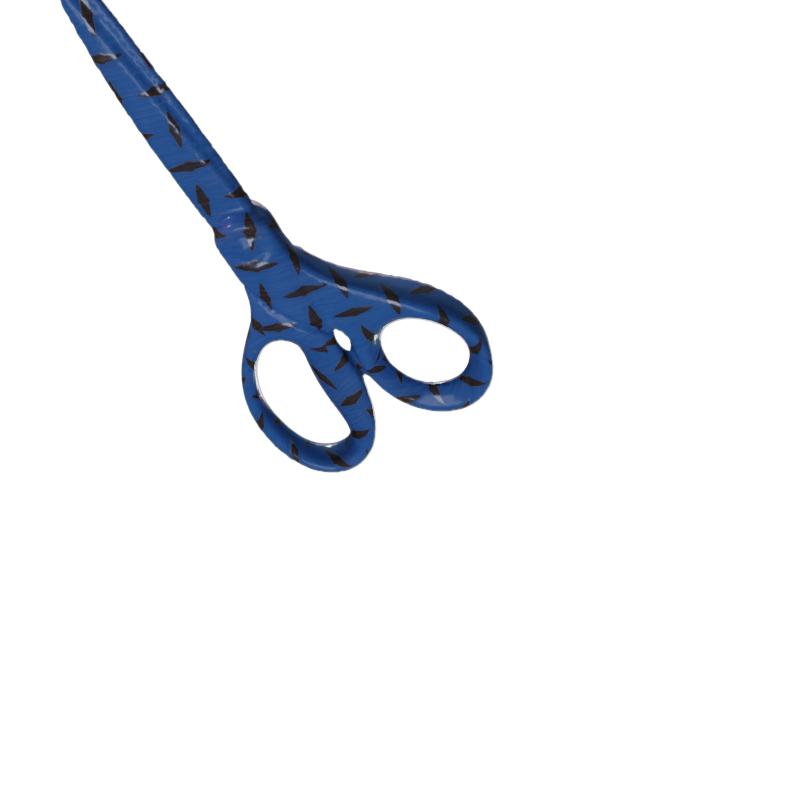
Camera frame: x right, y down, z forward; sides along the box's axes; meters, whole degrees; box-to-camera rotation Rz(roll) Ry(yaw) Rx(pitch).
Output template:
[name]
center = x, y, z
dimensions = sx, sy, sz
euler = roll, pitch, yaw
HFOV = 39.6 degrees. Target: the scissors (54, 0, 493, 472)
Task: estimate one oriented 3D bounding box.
[scissors]
center = -0.027, -0.050, 0.348
dimensions = 0.097, 0.187, 0.017
euler = -9, 40, 7
